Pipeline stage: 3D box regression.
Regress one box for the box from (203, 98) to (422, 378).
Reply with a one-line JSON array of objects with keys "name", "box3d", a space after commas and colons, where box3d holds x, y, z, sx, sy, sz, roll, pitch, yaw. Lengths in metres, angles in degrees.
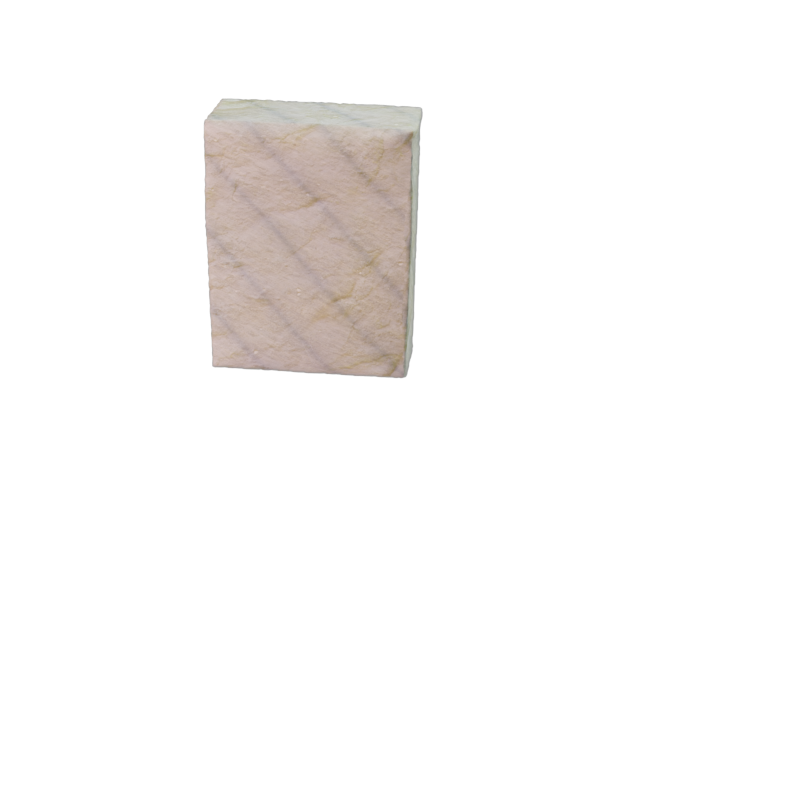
[{"name": "box", "box3d": [-0.069, -0.127, 0.888, 0.166, 0.203, 0.075, 5, 25, 7]}]
